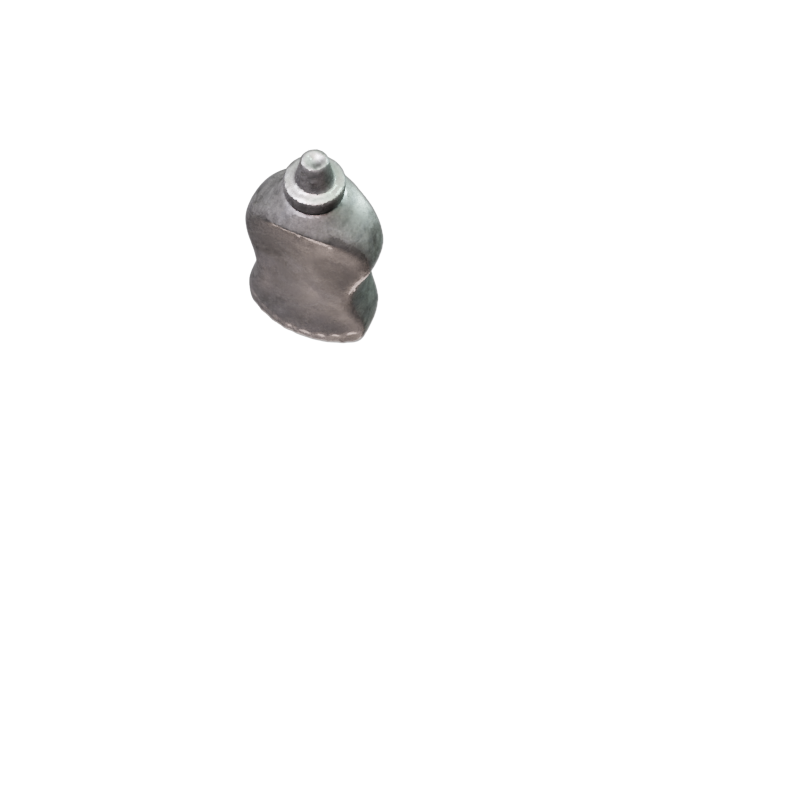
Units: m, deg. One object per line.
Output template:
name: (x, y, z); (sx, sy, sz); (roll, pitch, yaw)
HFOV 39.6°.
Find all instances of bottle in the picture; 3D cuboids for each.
bottle: (-0.060, -0.111, 0.775); (0.098, 0.060, 0.181); (25, -25, 9)
